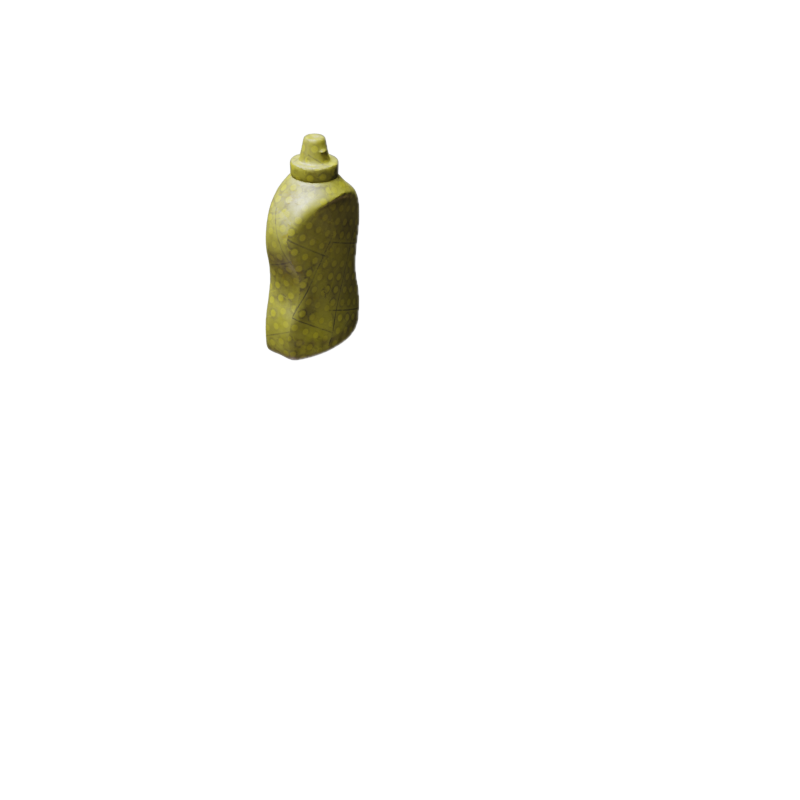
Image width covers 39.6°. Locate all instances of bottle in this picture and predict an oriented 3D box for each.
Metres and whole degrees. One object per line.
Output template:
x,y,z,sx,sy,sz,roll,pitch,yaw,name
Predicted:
-0.074,-0.136,0.955,0.062,0.181,0.096,22,33,35,bottle
